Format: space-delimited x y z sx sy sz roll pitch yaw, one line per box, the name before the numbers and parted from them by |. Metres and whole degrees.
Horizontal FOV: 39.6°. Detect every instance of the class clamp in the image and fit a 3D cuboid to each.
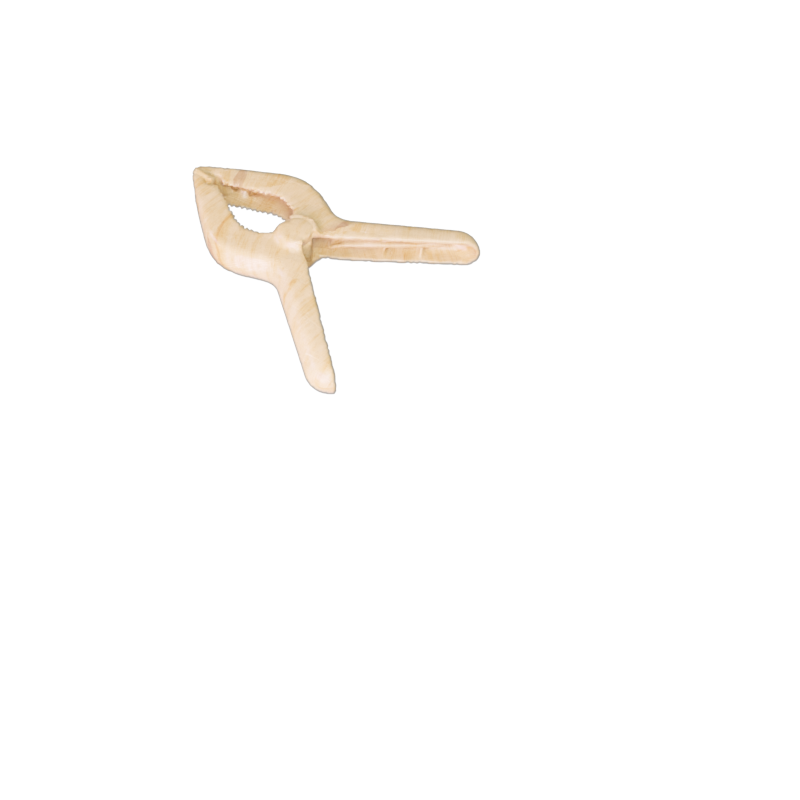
clamp | -0.061 -0.111 0.781 0.165 0.034 0.224 -35 58 -26
